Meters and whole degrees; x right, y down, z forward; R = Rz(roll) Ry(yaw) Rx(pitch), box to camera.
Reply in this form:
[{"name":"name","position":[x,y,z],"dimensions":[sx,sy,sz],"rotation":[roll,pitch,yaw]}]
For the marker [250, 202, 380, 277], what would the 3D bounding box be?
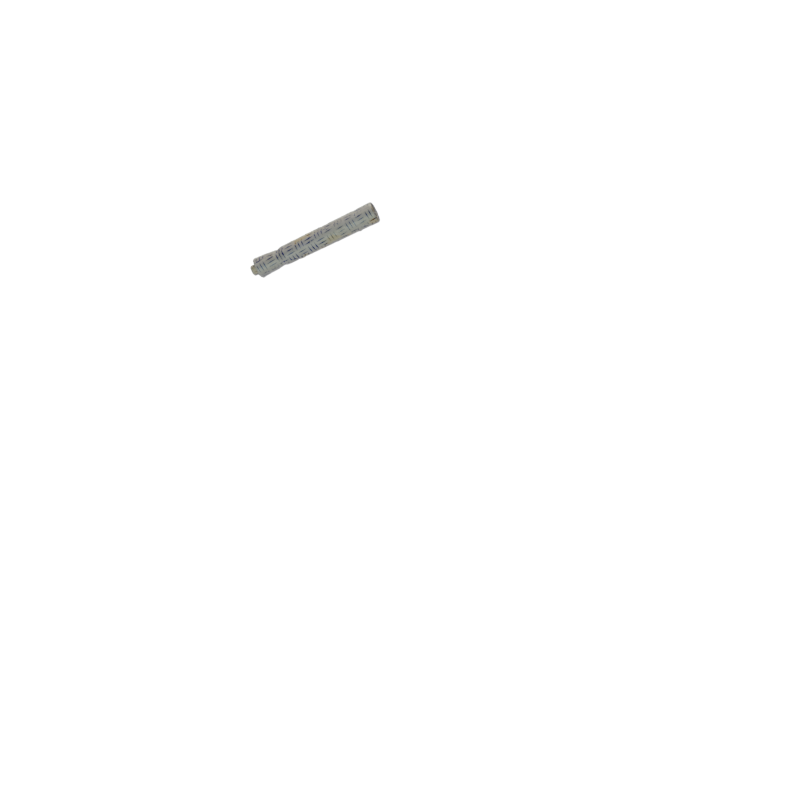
[{"name":"marker","position":[-0.075,-0.137,0.963],"dimensions":[0.121,0.020,0.020],"rotation":[-24,-1,12]}]
